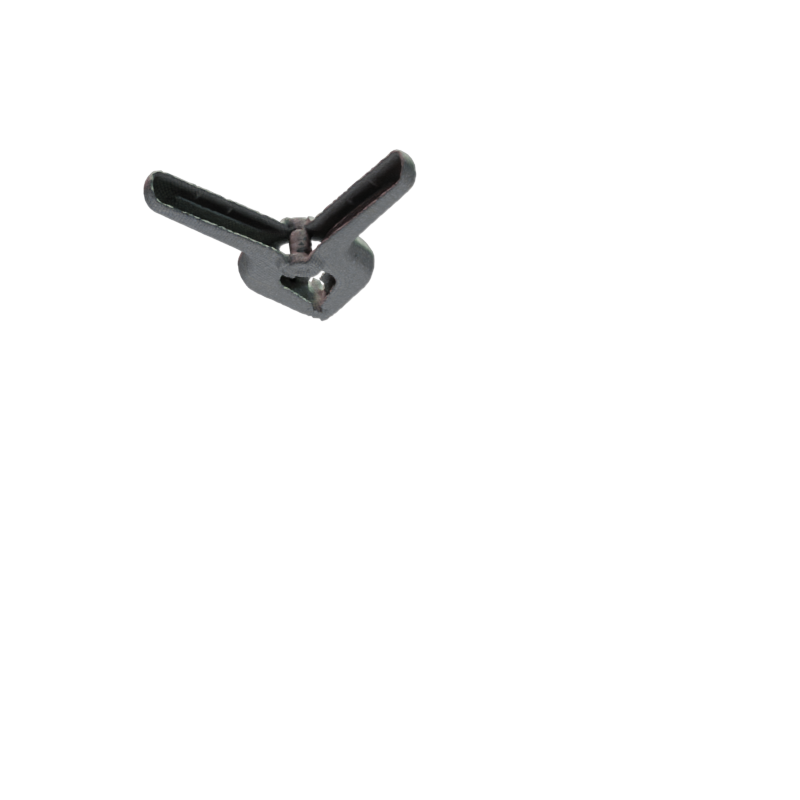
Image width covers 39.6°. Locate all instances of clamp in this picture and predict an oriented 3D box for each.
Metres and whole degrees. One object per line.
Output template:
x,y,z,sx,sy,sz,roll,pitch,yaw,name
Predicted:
-0.058,-0.105,0.739,0.167,0.038,0.197,-4,-20,12,clamp
